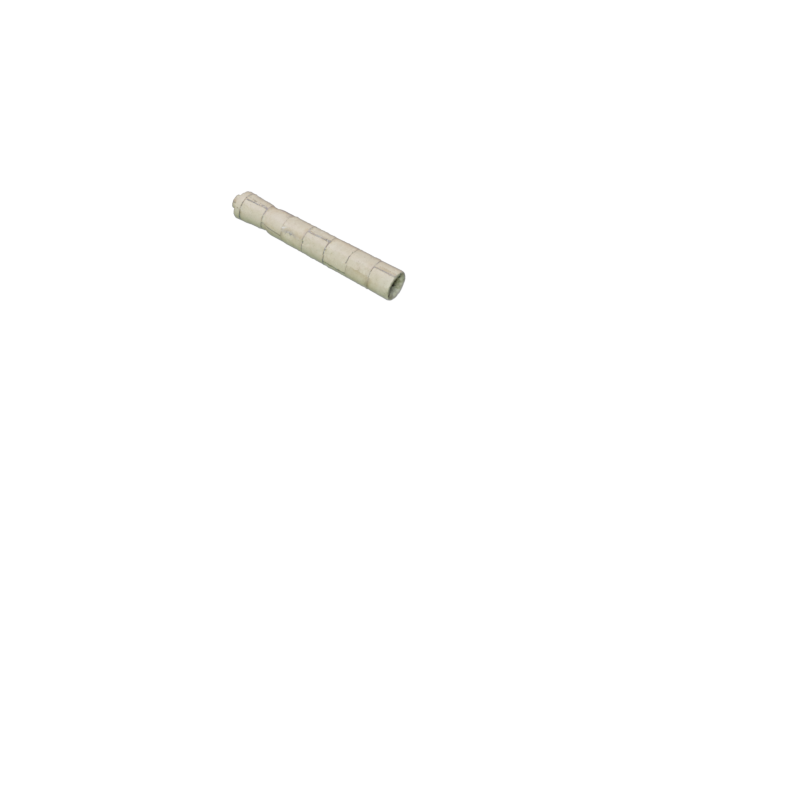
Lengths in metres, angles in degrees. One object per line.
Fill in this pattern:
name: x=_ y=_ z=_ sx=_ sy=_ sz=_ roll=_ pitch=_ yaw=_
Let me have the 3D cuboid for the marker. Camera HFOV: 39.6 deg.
marker: x=-0.051 y=-0.094 z=0.657 sx=0.128 sy=0.019 sz=0.019 roll=31 pitch=17 yaw=26
